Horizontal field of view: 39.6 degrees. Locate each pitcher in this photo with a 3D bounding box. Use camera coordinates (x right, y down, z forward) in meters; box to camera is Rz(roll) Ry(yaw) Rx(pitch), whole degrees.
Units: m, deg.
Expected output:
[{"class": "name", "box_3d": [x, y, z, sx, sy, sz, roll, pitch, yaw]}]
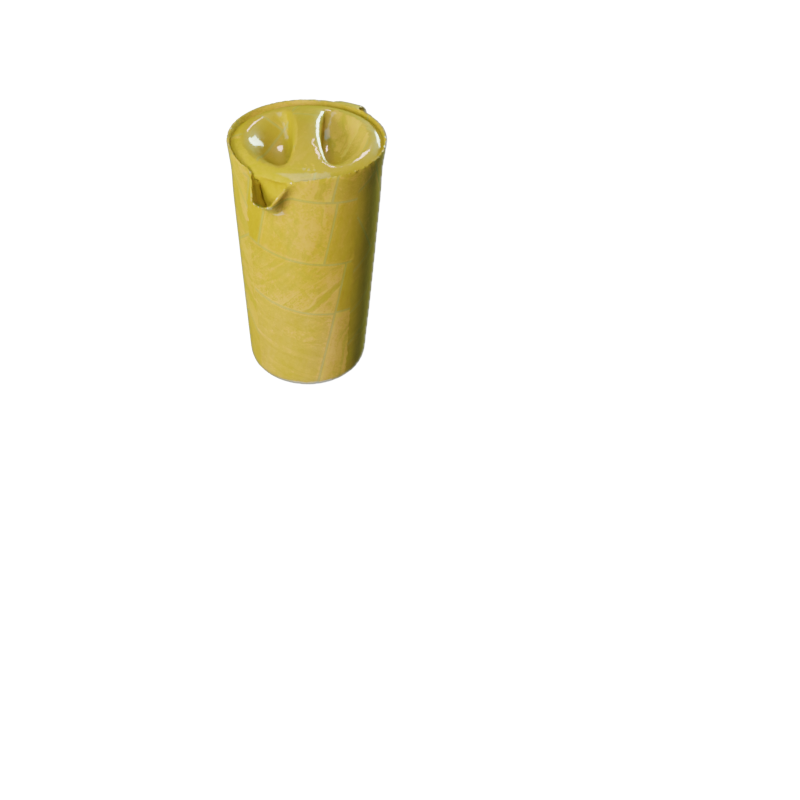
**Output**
[{"class": "pitcher", "box_3d": [-0.078, -0.142, 0.994, 0.147, 0.227, 0.157, -13, 42, -18]}]
